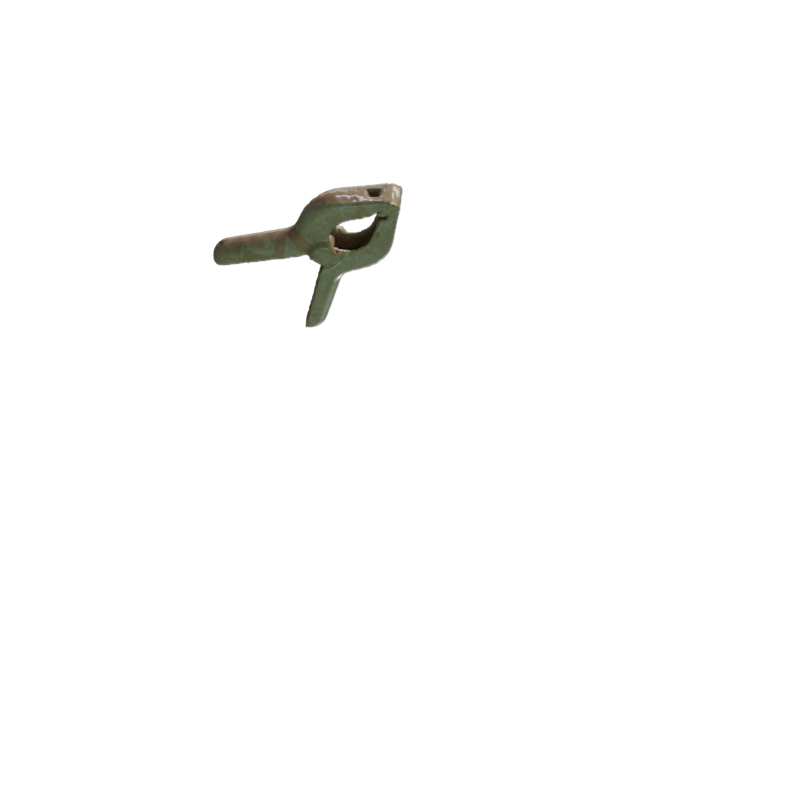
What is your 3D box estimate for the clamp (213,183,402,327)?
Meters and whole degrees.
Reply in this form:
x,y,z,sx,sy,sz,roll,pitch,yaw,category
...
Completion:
x,y,z,sx,sy,sz,roll,pitch,yaw,category
-0.072,-0.131,0.917,0.114,0.042,0.168,26,-47,-27,clamp
